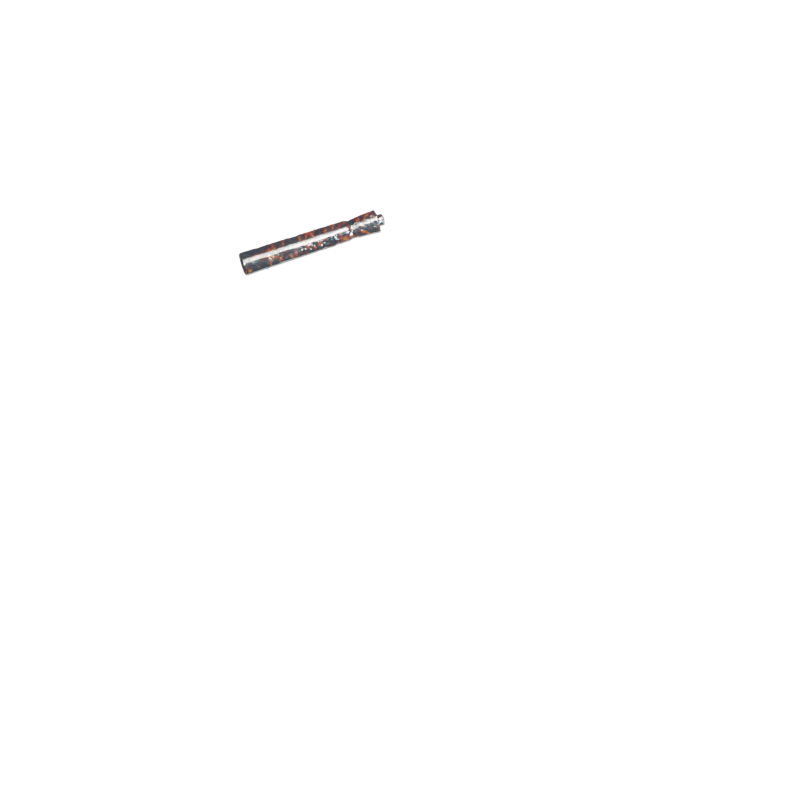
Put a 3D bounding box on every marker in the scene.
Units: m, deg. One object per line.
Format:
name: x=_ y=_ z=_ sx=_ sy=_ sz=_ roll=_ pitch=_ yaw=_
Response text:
marker: x=-0.070 y=-0.128 z=0.894 sx=0.120 sy=0.019 sz=0.020 roll=-19 pitch=7 yaw=-8
